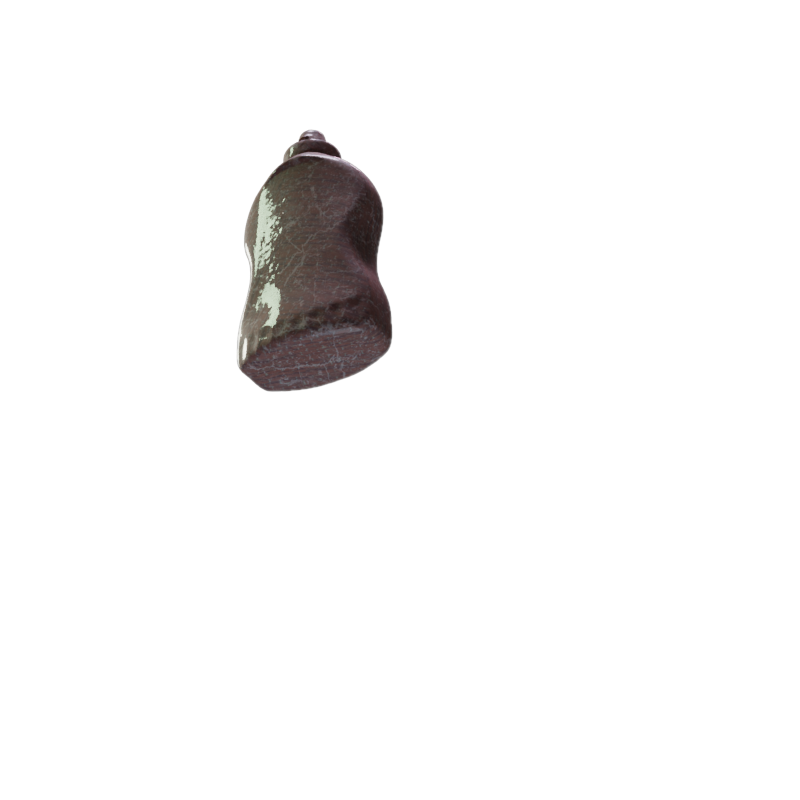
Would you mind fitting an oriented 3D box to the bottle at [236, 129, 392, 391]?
[{"bbox_3d":[-0.057,-0.104,0.726,0.097,0.205,0.054,-21,-40,23],"label":"bottle"}]
